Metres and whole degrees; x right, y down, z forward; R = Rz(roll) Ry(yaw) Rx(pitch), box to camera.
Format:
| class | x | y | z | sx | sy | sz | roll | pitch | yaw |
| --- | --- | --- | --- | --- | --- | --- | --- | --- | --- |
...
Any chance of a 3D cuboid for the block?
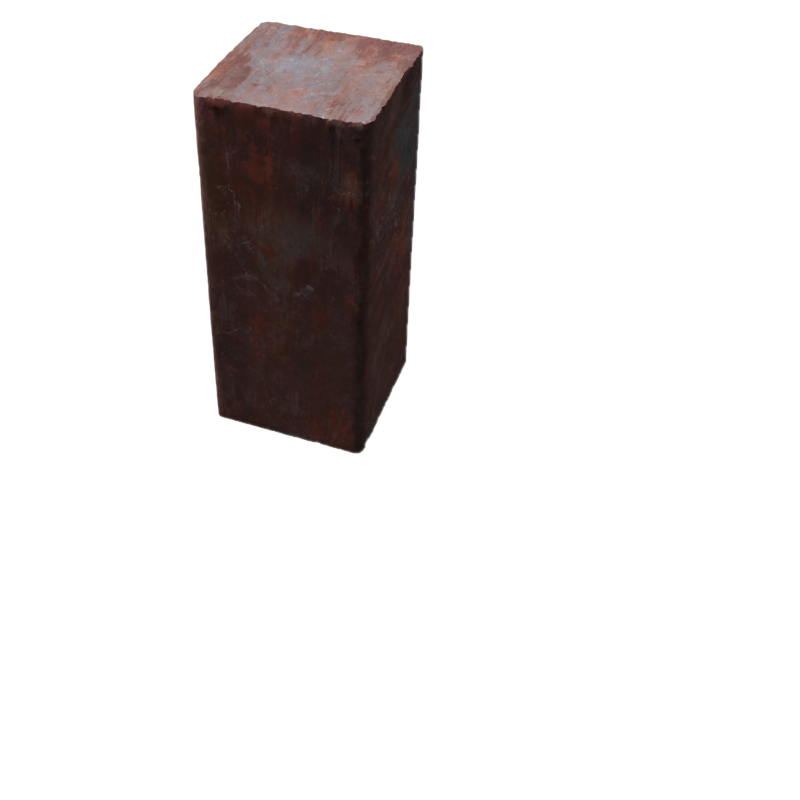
| class | x | y | z | sx | sy | sz | roll | pitch | yaw |
| --- | --- | --- | --- | --- | --- | --- | --- | --- | --- |
| block | -0.047 | -0.084 | 0.592 | 0.093 | 0.193 | 0.094 | 14 | 40 | 13 |
